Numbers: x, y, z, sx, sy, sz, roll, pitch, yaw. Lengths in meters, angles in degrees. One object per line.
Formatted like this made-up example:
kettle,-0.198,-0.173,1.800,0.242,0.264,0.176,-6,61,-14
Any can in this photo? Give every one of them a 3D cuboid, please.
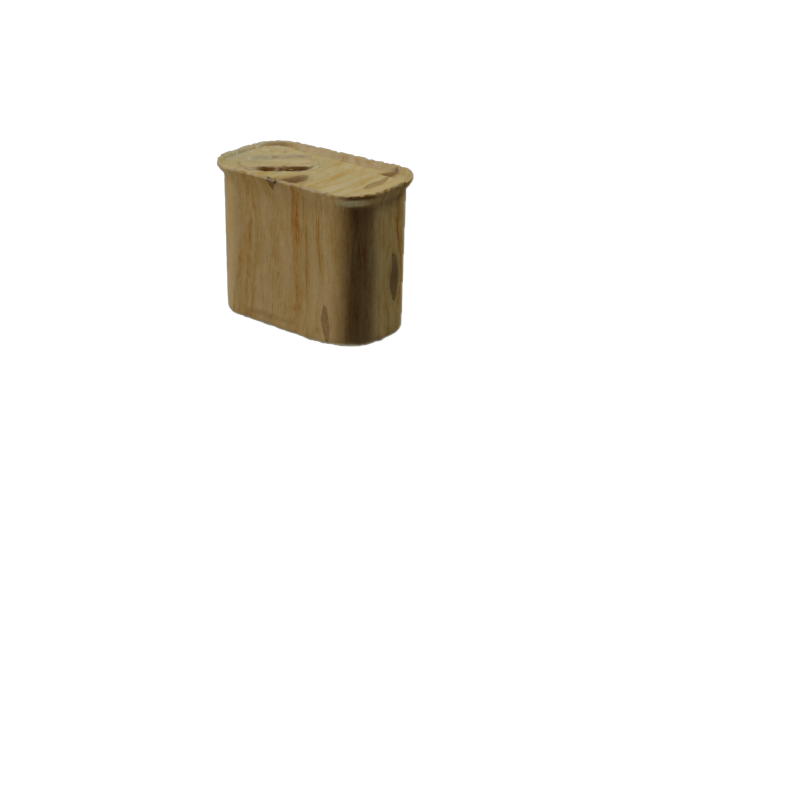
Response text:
can,-0.045,-0.082,0.576,0.108,0.080,0.057,19,30,33
